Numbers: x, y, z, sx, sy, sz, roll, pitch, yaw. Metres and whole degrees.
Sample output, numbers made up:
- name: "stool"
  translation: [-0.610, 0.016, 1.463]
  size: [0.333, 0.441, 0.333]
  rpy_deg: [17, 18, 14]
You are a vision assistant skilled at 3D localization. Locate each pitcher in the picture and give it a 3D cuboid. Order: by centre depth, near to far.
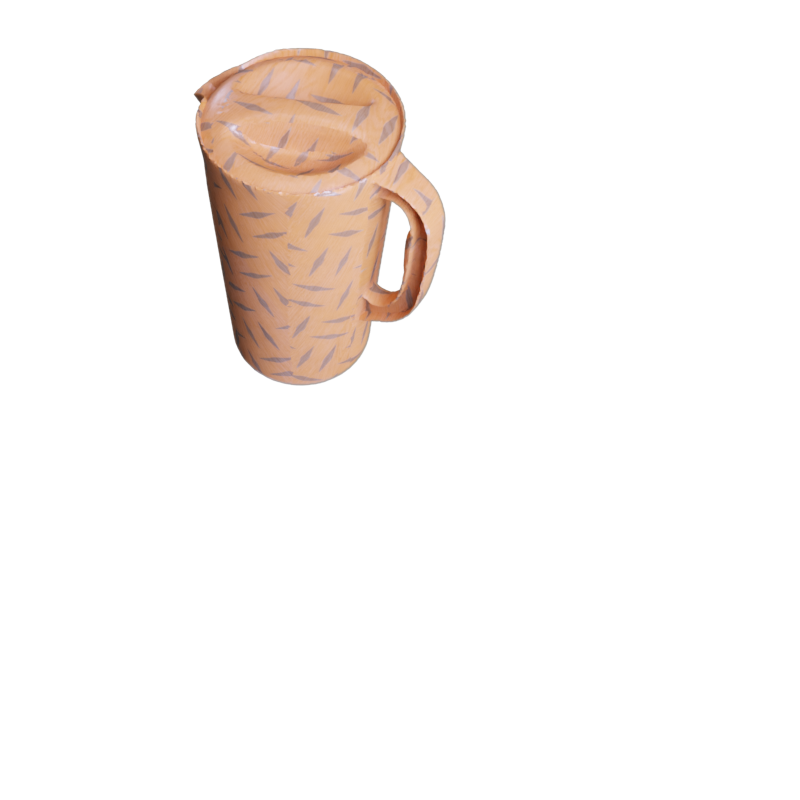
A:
- name: "pitcher"
  translation: [-0.061, -0.111, 0.780]
  size: [0.144, 0.161, 0.227]
  rpy_deg: [-9, -35, -9]
